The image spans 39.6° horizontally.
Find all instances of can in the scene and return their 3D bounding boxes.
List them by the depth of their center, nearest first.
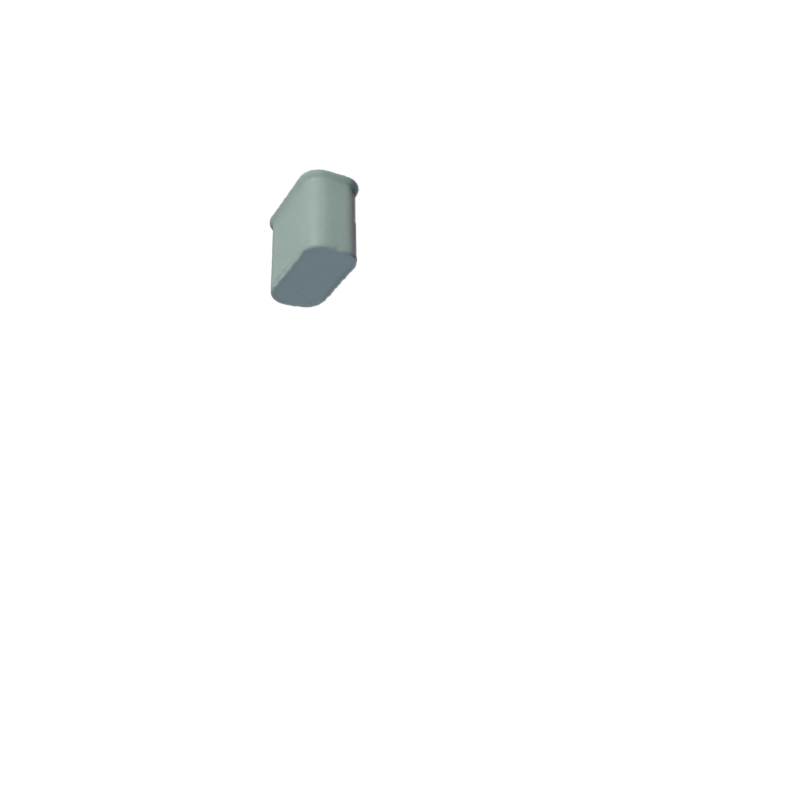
[{"bbox_3d":[-0.078,-0.142,0.997,0.055,0.089,0.099,15,-35,-24],"label":"can"}]
